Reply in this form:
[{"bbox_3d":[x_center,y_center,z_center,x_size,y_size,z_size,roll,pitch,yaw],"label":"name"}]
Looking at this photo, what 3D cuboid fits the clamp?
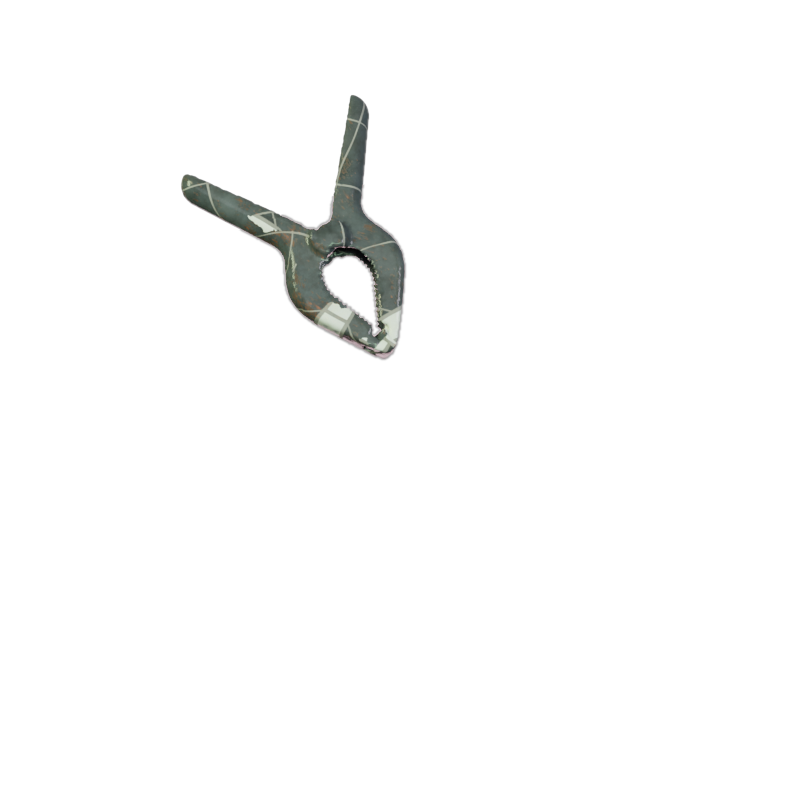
[{"bbox_3d":[-0.068,-0.124,0.870,0.164,0.219,0.035,-21,-15,-6],"label":"clamp"}]
